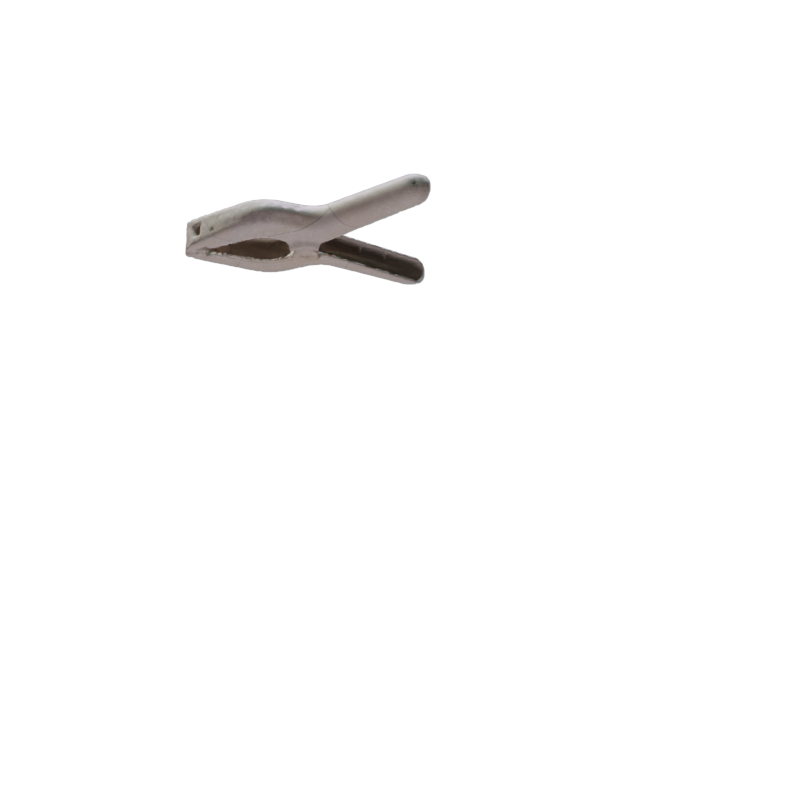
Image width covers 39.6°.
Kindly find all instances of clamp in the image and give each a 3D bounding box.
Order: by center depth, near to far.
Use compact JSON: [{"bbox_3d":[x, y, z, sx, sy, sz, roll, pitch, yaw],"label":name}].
[{"bbox_3d":[-0.073,-0.133,0.933,0.212,0.038,0.154,-3,-22,8],"label":"clamp"}]
